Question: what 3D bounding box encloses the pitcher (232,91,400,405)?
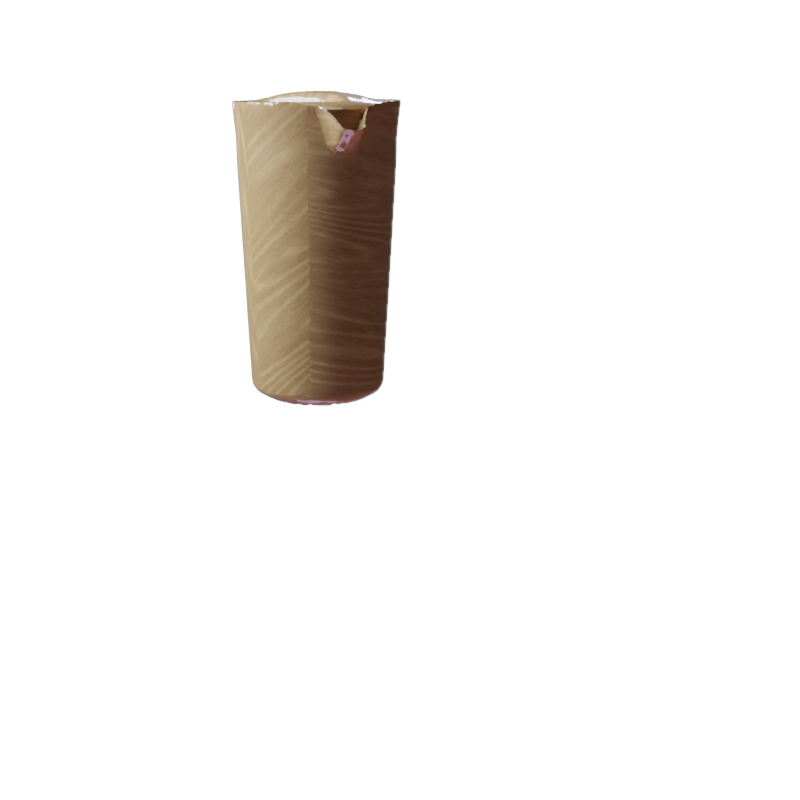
[{"bbox_3d":[-0.071,-0.129,0.902,0.150,0.237,0.148,5,12,22],"label":"pitcher"}]
